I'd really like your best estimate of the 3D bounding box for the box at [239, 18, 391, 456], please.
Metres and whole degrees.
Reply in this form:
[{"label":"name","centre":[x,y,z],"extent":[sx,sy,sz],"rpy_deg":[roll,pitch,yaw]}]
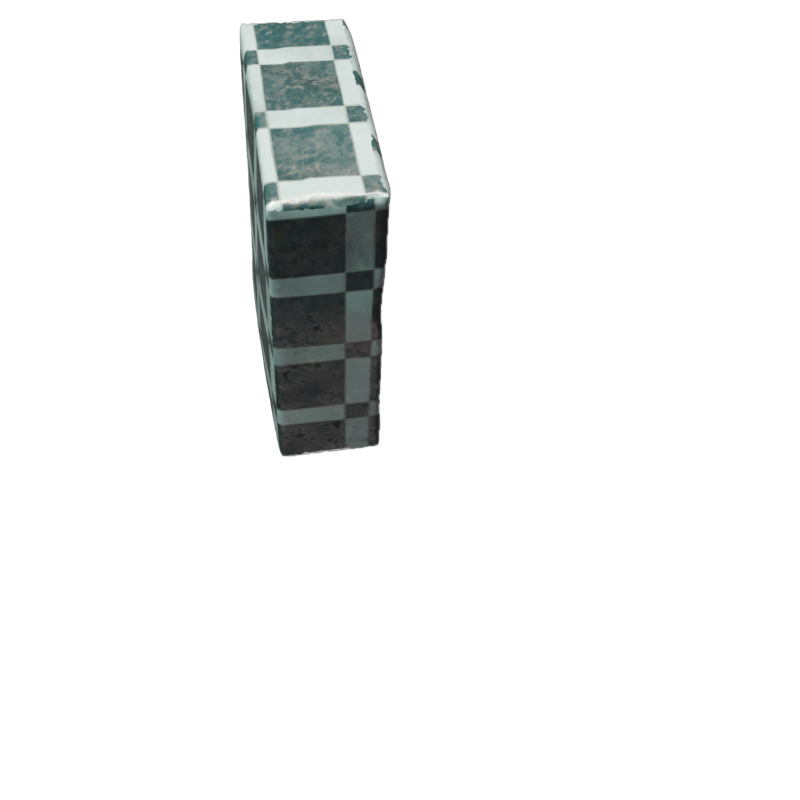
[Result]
[{"label":"box","centre":[-0.052,-0.096,0.669],"extent":[0.071,0.177,0.199],"rpy_deg":[-6,-41,-9]}]
